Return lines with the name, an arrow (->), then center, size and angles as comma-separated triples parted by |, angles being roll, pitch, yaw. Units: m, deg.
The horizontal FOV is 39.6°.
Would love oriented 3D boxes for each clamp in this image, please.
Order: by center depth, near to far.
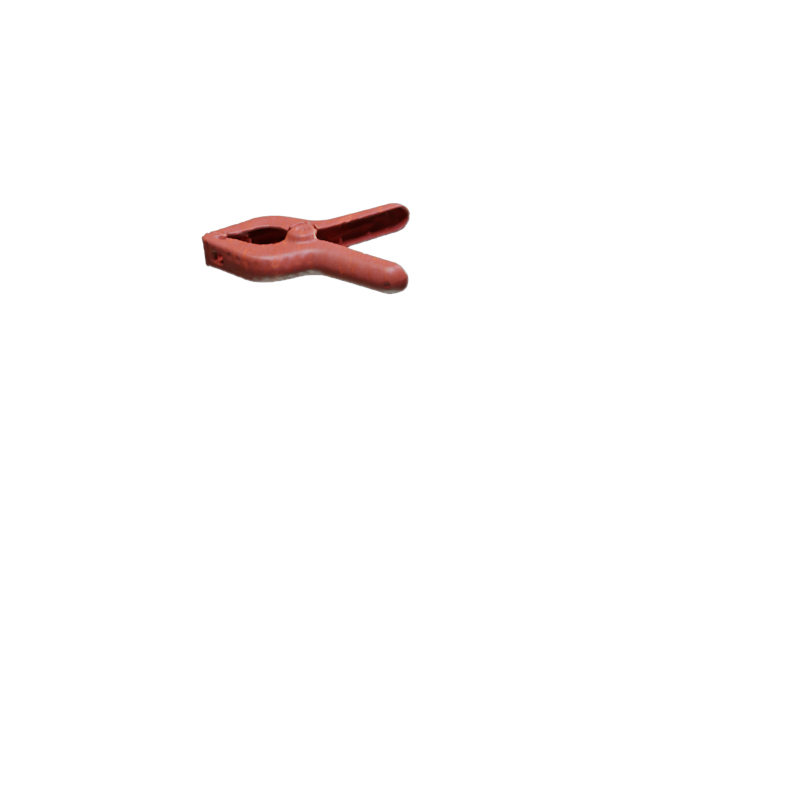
clamp -> -0.070, -0.128, 0.894 | 0.175, 0.037, 0.125 | 6, 30, 11
